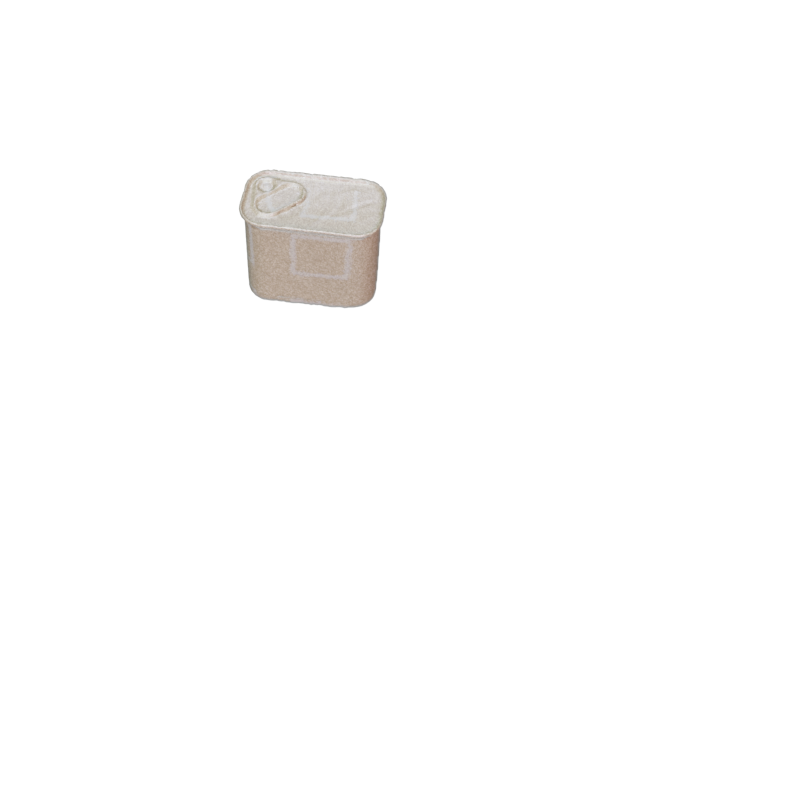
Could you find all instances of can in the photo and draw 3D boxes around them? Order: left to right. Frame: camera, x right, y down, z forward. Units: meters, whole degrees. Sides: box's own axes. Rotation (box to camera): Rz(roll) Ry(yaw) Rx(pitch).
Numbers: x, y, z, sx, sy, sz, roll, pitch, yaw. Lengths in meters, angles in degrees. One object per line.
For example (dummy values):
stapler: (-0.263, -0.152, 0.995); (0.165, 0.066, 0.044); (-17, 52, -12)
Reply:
can: (-0.063, -0.115, 0.808); (0.103, 0.061, 0.078); (7, -39, 4)
